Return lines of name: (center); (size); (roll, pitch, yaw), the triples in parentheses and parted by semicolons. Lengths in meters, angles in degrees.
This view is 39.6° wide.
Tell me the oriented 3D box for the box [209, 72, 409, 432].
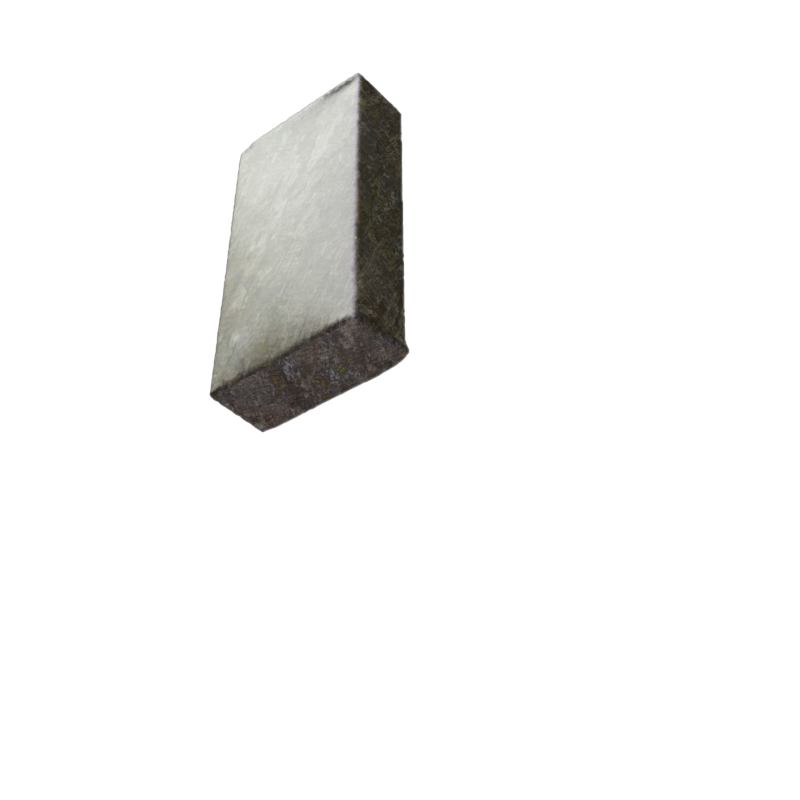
box: (-0.045, -0.081, 0.566); (0.093, 0.189, 0.045); (-28, -46, 27)
